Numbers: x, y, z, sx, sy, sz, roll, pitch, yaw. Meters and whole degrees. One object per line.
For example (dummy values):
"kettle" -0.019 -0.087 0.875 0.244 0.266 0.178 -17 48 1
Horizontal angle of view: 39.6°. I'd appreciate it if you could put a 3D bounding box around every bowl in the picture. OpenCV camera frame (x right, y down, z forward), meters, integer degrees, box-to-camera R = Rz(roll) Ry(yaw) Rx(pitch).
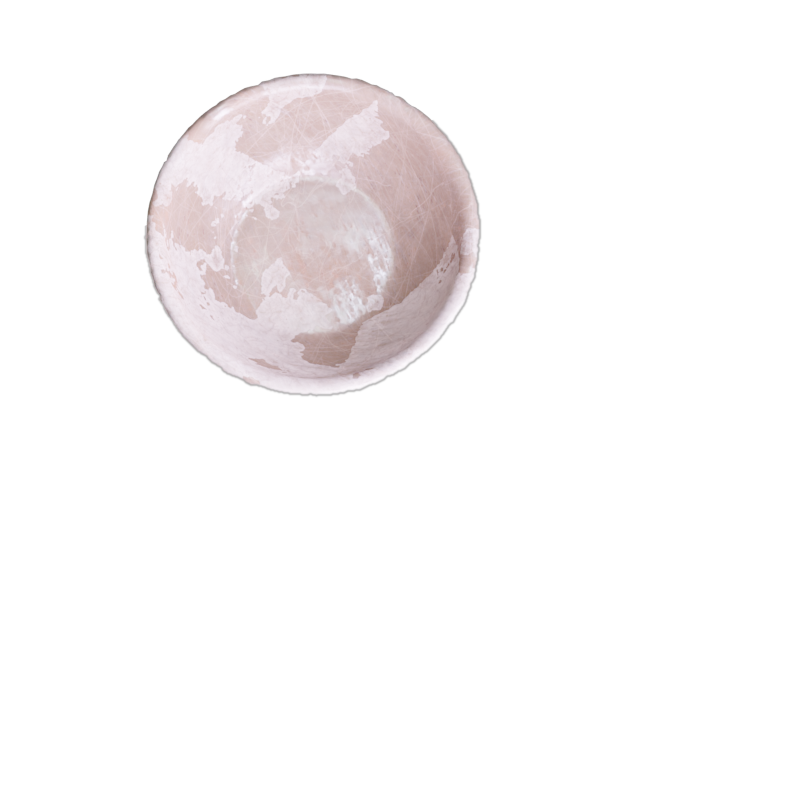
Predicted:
"bowl" -0.044 -0.080 0.558 0.162 0.168 0.053 0 -14 -1
